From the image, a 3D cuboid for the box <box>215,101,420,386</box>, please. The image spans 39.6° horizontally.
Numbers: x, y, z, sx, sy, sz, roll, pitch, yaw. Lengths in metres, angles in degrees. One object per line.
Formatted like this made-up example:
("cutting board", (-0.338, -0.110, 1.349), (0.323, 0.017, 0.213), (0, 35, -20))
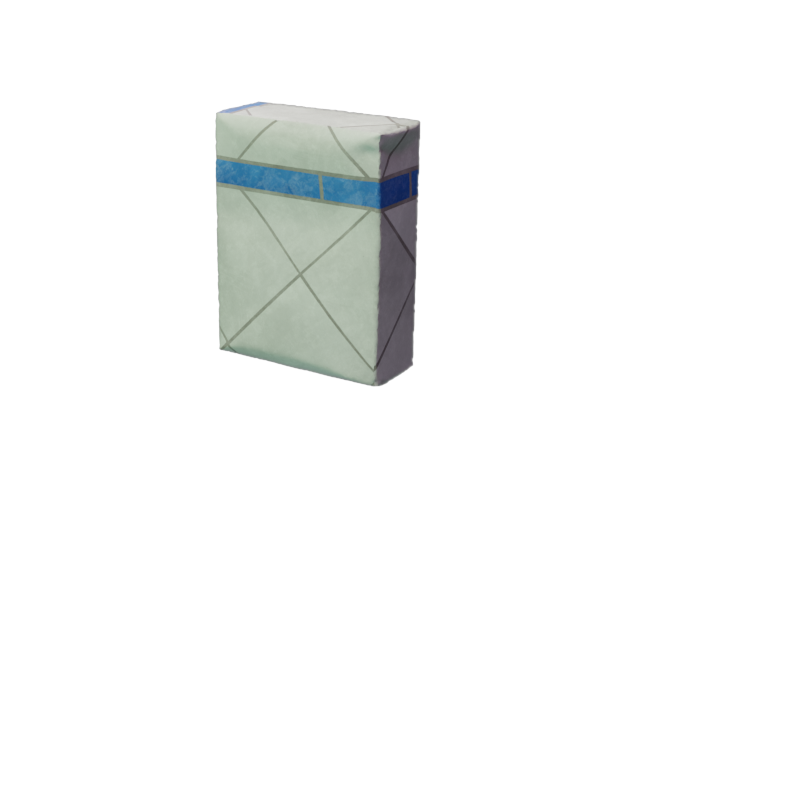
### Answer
("box", (-0.073, -0.132, 0.927), (0.172, 0.205, 0.071), (13, 22, 30))
